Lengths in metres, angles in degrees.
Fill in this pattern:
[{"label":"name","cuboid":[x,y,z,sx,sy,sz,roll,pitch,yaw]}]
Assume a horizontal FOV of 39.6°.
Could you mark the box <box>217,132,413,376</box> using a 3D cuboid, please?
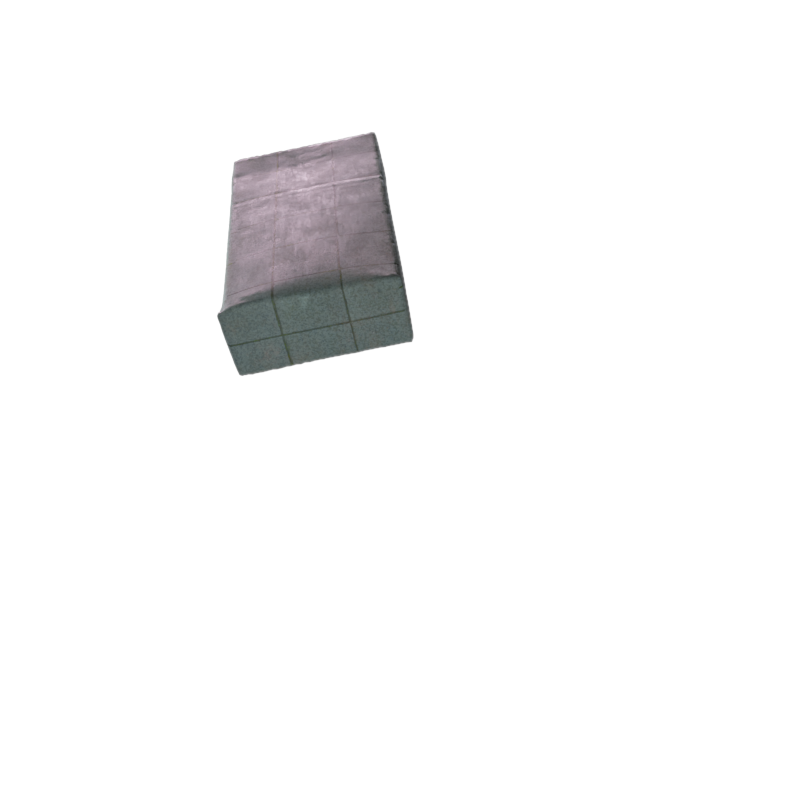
[{"label":"box","cuboid":[-0.048,-0.088,0.618,0.094,0.045,0.188,-11,33,4]}]
